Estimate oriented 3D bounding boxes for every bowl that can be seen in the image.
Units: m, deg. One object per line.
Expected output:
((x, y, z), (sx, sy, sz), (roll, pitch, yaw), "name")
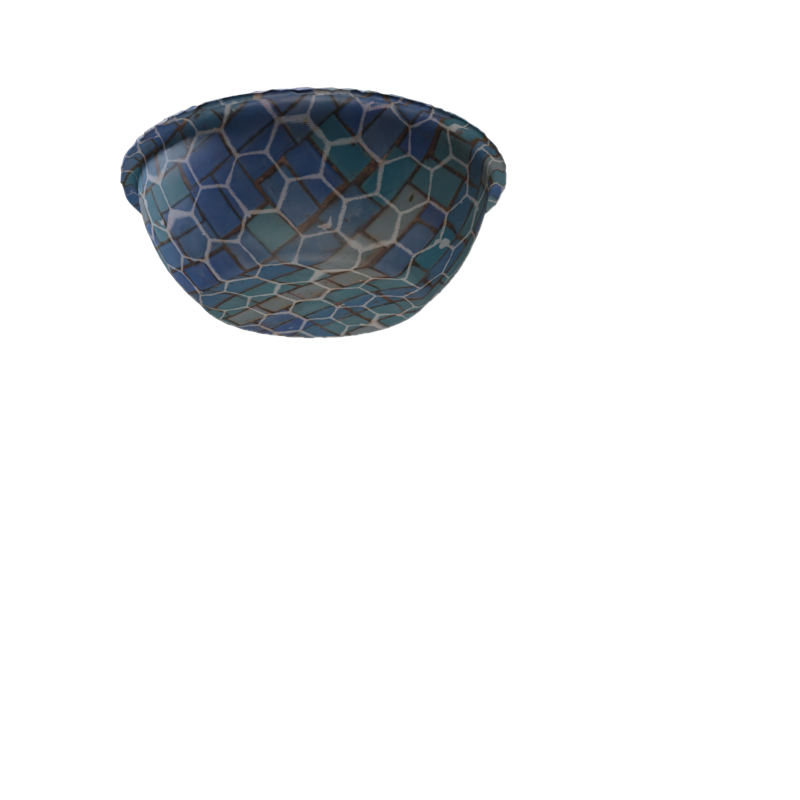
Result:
((-0.036, -0.065, 0.459), (0.162, 0.058, 0.155), (0, -17, -2), "bowl")
